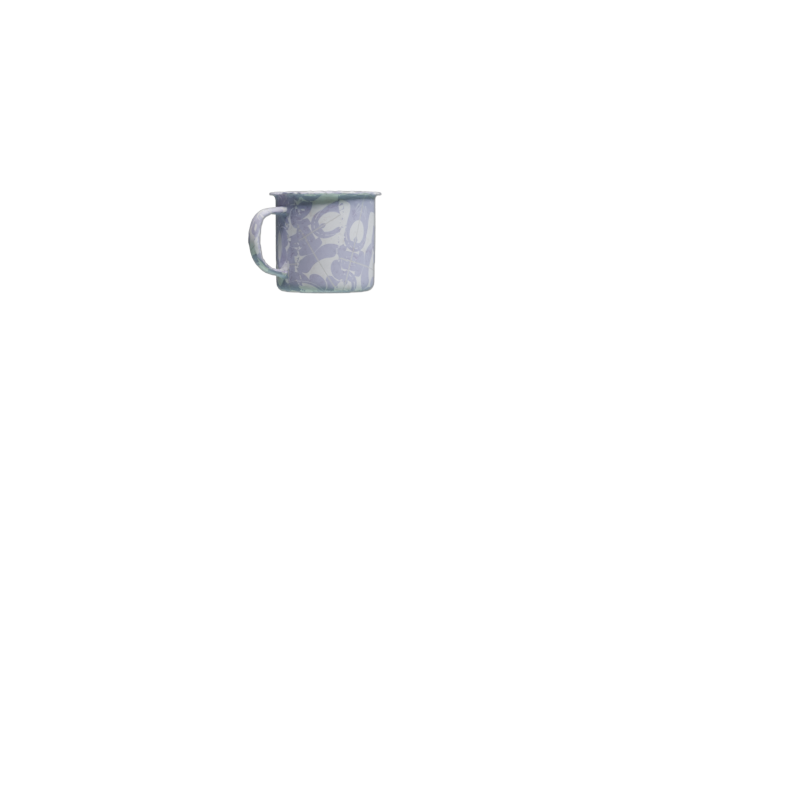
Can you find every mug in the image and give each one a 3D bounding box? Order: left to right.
[{"bbox_3d":[-0.071,-0.130,0.907,0.113,0.081,0.097,-5,7,-37],"label":"mug"}]
